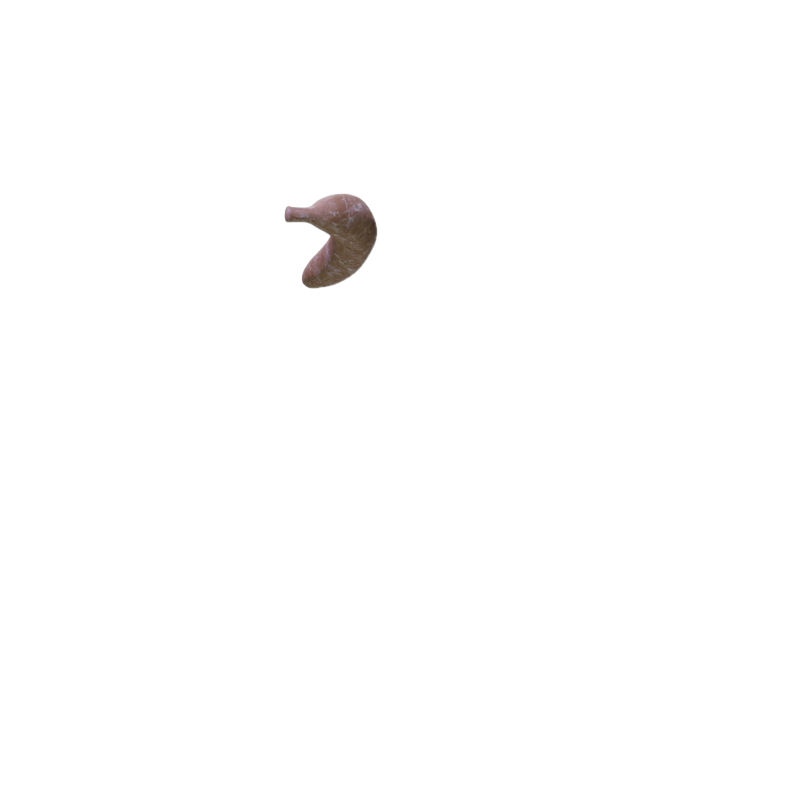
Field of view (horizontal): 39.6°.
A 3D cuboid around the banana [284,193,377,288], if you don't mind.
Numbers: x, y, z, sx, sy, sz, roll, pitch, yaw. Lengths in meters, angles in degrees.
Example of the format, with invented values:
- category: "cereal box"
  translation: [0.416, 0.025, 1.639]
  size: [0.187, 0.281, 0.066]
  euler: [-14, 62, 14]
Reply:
- category: "banana"
  translation: [-0.054, -0.133, 0.917]
  size: [0.070, 0.038, 0.190]
  euler: [0, -12, 0]
